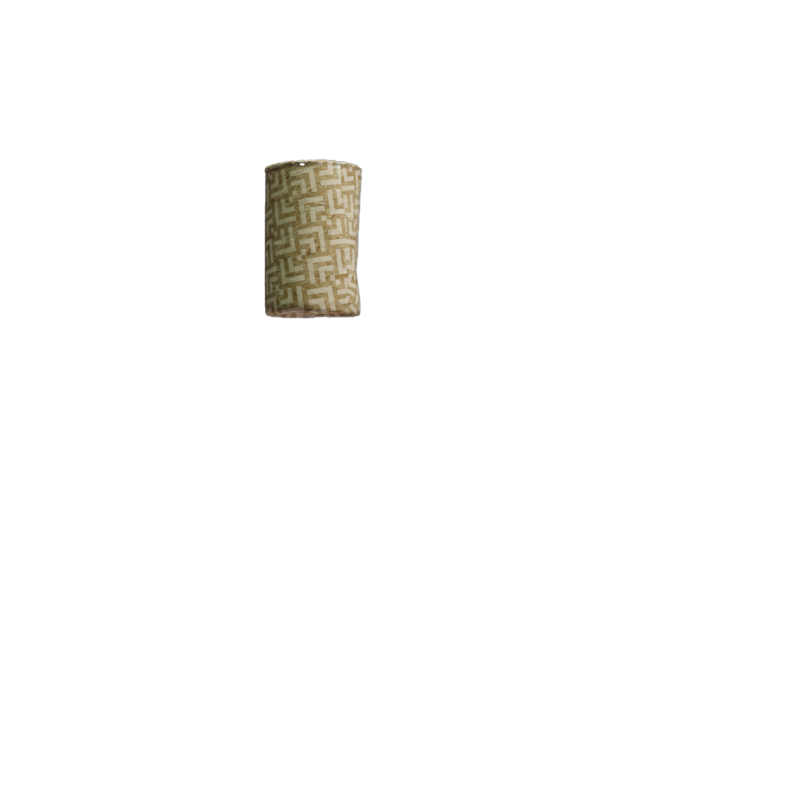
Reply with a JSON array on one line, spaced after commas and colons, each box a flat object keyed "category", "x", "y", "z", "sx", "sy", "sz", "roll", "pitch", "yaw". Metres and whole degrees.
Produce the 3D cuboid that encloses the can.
[{"category": "can", "x": -0.060, "y": -0.109, "z": 0.764, "sx": 0.068, "sy": 0.104, "sz": 0.068, "roll": 0, "pitch": -5, "yaw": -2}]
